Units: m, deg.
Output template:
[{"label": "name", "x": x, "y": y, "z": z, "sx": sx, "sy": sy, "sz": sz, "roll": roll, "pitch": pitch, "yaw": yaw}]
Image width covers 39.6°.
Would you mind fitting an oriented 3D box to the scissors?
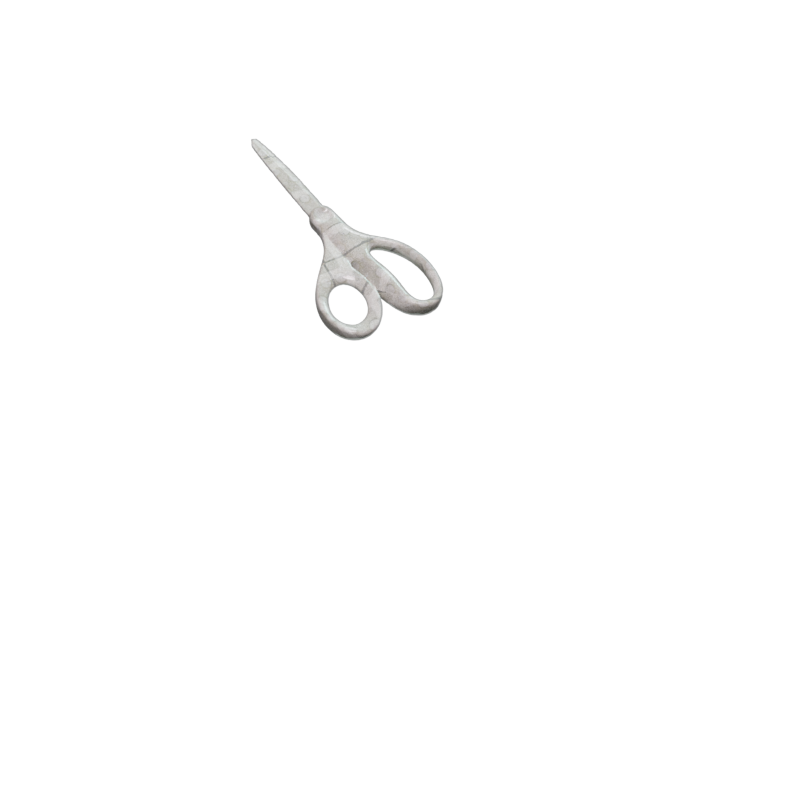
[{"label": "scissors", "x": -0.062, "y": -0.114, "z": 0.796, "sx": 0.212, "sy": 0.098, "sz": 0.015, "roll": 35, "pitch": -28, "yaw": 22}]
